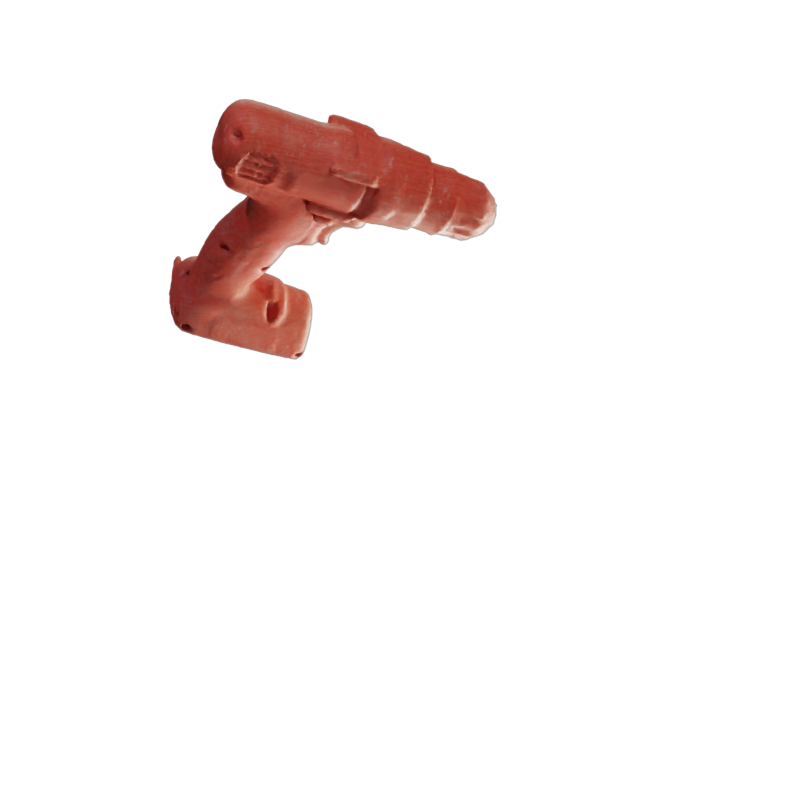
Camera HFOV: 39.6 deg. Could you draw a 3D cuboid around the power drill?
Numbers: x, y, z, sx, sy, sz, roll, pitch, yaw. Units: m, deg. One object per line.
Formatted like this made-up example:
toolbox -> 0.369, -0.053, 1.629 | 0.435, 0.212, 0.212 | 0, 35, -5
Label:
power drill -> -0.056, -0.102, 0.714 | 0.178, 0.062, 0.181 | 17, -42, -21
